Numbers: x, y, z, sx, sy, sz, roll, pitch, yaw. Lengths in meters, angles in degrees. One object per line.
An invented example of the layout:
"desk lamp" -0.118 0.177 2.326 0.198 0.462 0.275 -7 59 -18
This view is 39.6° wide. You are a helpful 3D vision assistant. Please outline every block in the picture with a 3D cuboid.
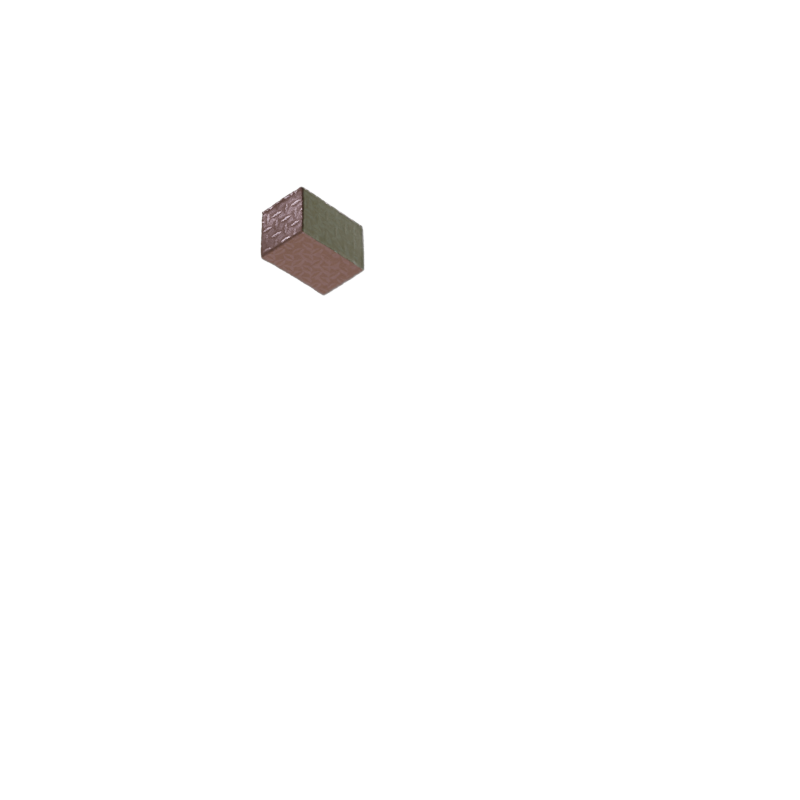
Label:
"block" -0.075 -0.137 0.958 0.053 0.055 0.073 -29 -44 33
